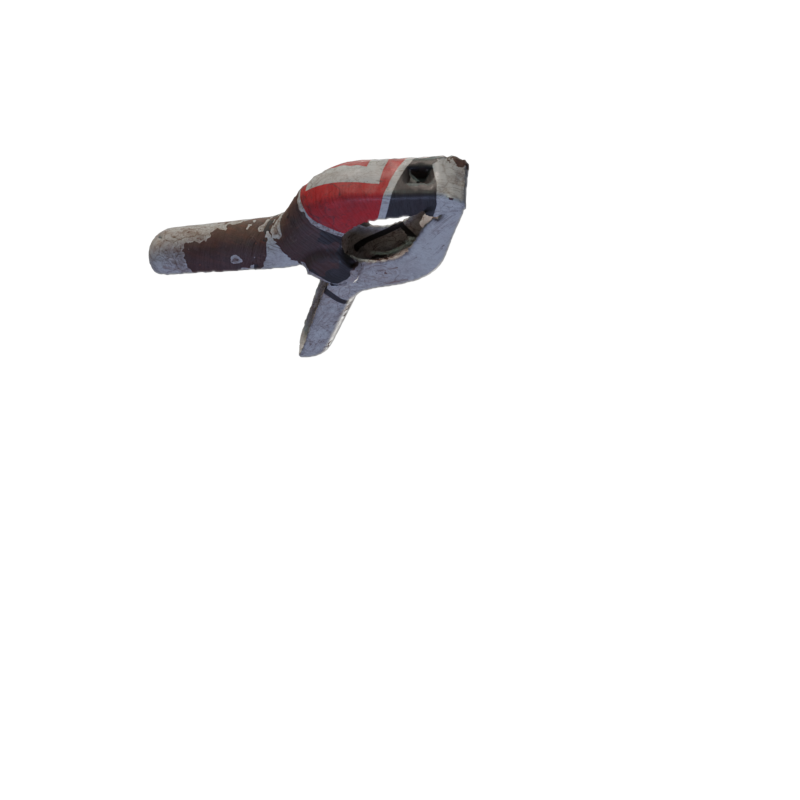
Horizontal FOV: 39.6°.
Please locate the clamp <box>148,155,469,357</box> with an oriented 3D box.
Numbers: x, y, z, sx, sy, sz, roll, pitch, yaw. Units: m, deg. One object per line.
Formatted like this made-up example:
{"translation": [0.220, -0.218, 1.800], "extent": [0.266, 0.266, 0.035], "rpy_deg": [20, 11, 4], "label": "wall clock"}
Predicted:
{"translation": [-0.043, -0.079, 0.551], "extent": [0.114, 0.042, 0.170], "rpy_deg": [21, -36, -32], "label": "clamp"}
